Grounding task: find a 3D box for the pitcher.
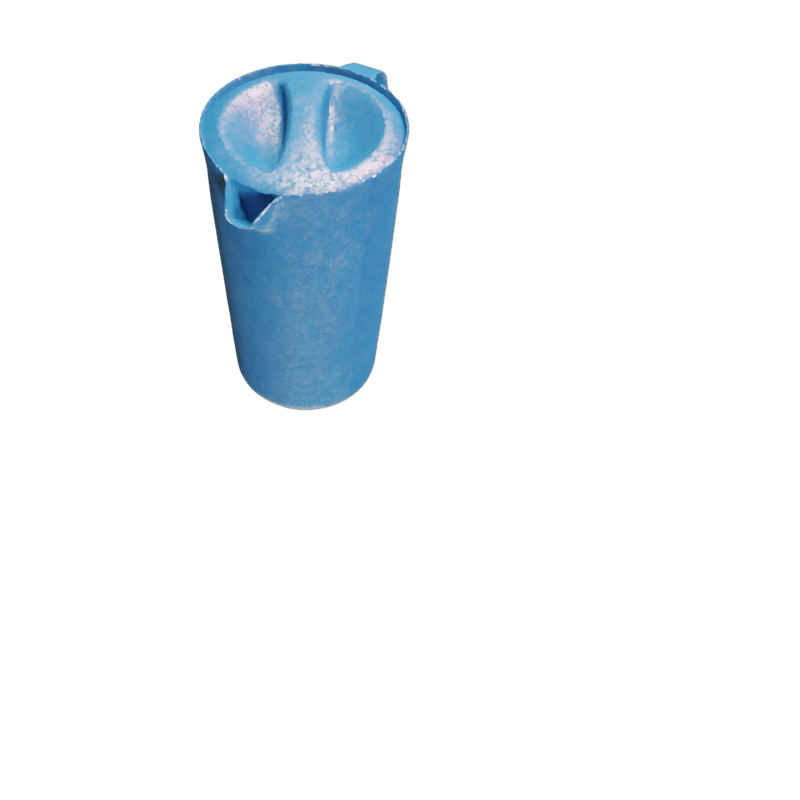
[{"bbox_3d":[-0.062,-0.112,0.787,0.148,0.157,0.226,-13,-39,-14],"label":"pitcher"}]
